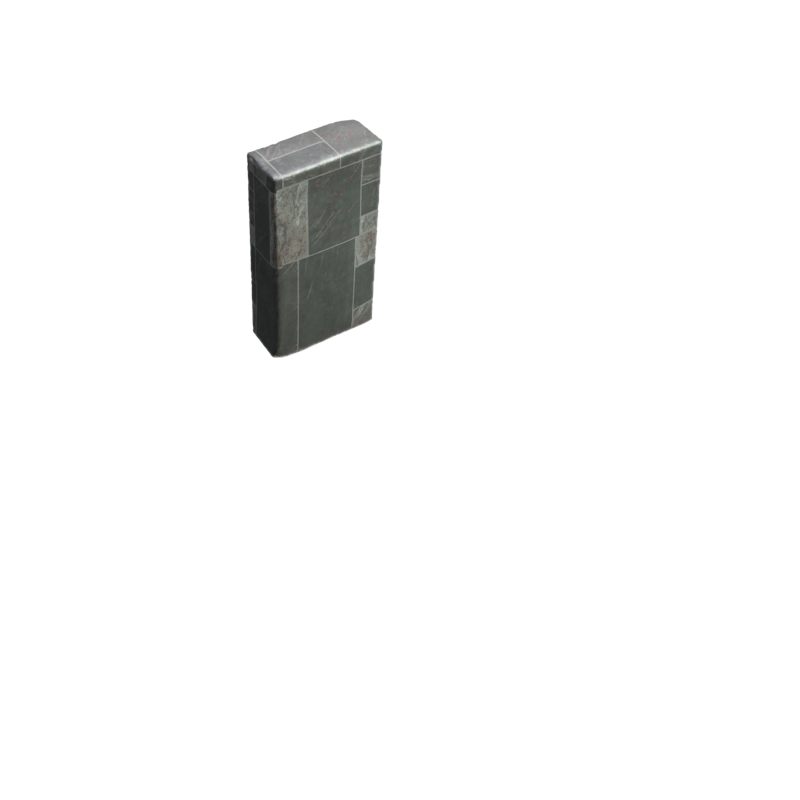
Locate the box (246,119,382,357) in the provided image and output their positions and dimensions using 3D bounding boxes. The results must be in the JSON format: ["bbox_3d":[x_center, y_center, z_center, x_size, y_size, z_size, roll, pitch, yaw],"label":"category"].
[{"bbox_3d":[-0.065,-0.119,0.831,0.093,0.164,0.052,-23,48,-27],"label":"box"}]
